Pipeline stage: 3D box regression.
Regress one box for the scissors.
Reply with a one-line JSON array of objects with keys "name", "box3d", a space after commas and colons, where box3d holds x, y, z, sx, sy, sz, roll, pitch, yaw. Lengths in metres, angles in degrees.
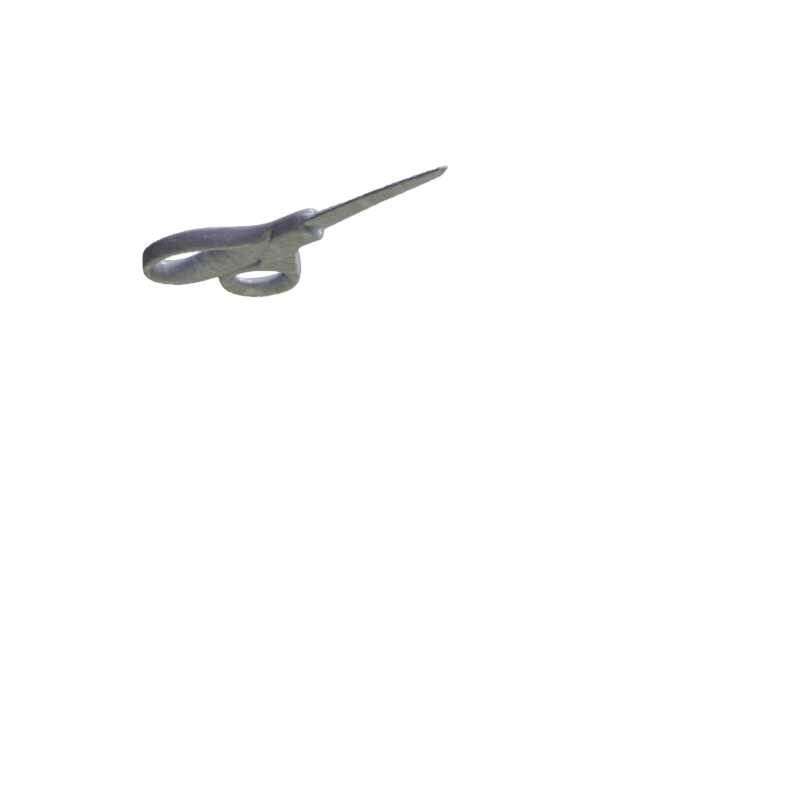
[{"name": "scissors", "box3d": [-0.045, -0.083, 0.581, 0.206, 0.016, 0.090, -8, -15, 30]}]
